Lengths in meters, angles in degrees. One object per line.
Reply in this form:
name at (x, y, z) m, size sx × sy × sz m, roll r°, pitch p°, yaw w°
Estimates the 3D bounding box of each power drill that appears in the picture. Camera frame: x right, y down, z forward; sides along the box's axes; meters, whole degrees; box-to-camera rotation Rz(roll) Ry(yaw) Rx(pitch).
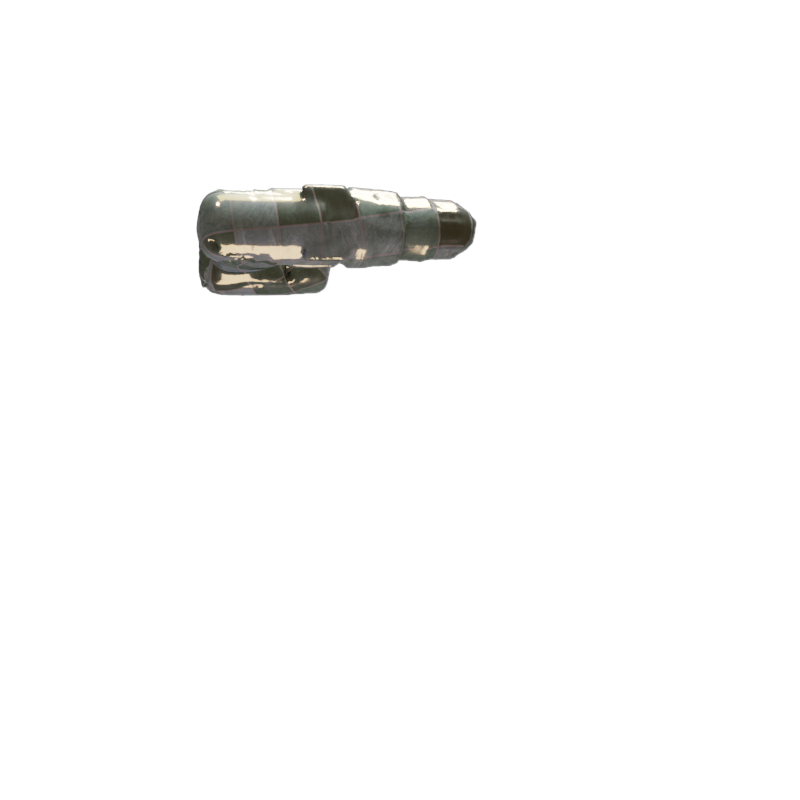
power drill at (-0.061, -0.112, 0.781) m, size 0.180 × 0.058 × 0.189 m, roll 1°, pitch -3°, yaw -17°
